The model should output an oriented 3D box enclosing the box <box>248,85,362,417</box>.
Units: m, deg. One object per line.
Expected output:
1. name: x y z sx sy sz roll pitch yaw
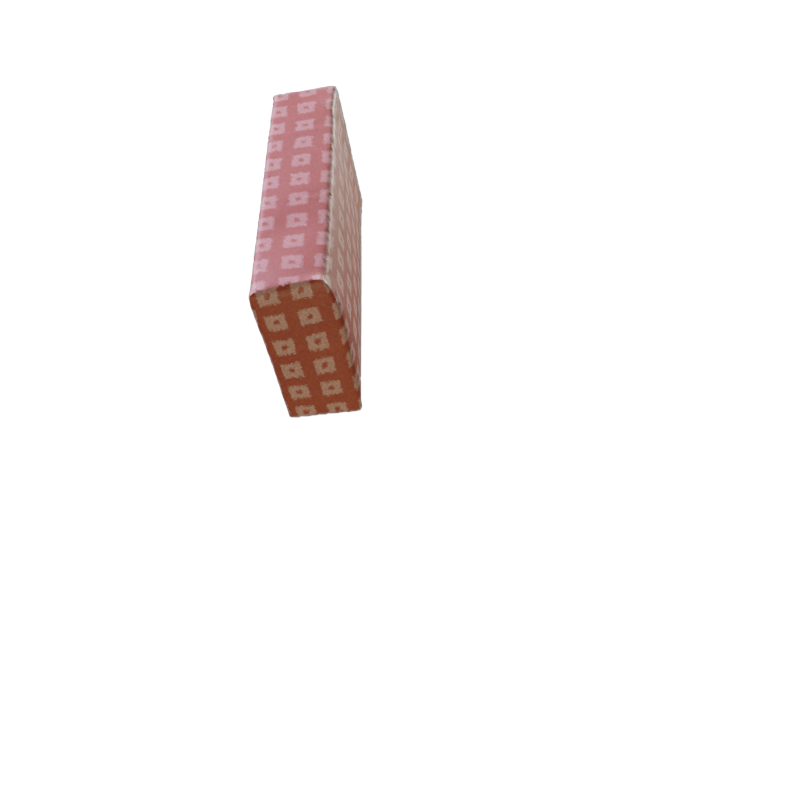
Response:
1. box: -0.049 -0.088 0.618 0.048 0.086 0.189 -9 44 5
